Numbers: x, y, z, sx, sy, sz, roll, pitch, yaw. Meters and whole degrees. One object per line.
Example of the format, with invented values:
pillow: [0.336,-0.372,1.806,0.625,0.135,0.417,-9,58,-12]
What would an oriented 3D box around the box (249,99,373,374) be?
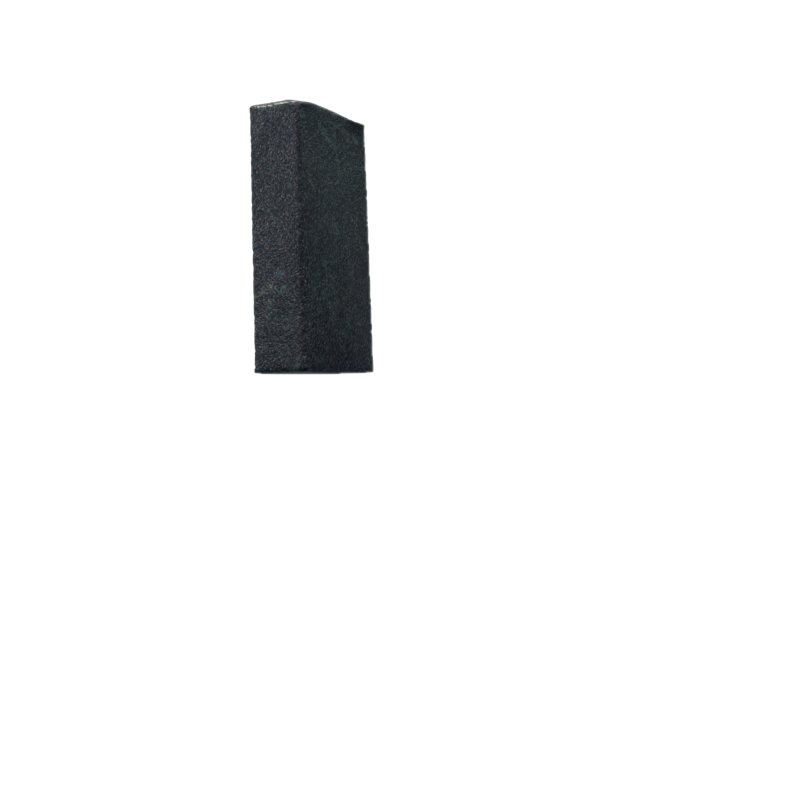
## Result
box: [-0.058,-0.106,0.743,0.049,0.179,0.089,-4,-6,29]
